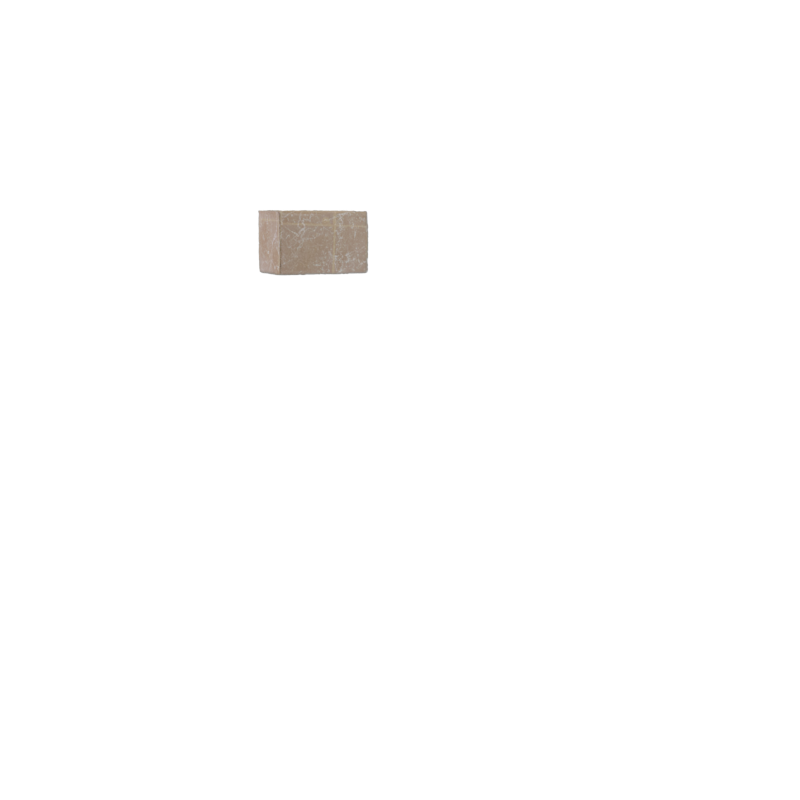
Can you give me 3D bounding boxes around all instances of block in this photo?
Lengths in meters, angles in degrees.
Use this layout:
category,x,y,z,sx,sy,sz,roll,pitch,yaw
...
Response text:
category,x,y,z,sx,sy,sz,roll,pitch,yaw
block,-0.070,-0.128,0.895,0.076,0.051,0.055,-3,6,-23
